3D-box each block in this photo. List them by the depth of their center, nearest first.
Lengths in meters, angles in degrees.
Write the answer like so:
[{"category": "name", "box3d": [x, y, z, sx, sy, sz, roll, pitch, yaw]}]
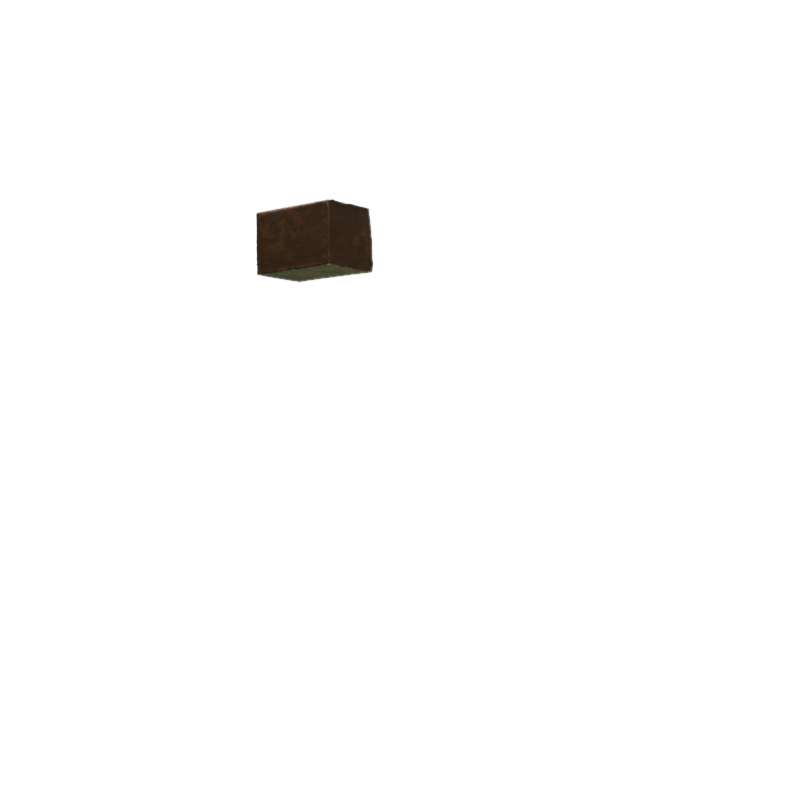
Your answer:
[{"category": "block", "box3d": [-0.068, -0.123, 0.862, 0.080, 0.052, 0.050, -4, -7, 38]}]
